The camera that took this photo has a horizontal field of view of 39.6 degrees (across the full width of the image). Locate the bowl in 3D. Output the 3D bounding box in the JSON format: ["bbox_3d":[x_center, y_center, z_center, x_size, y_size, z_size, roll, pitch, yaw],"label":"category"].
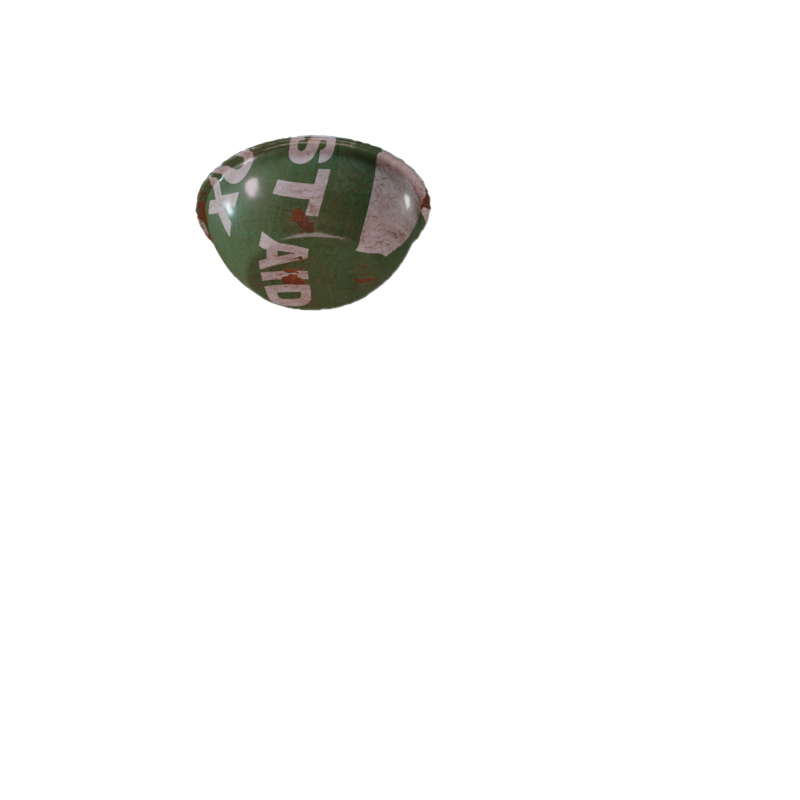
[{"bbox_3d":[-0.059,-0.107,0.751,0.162,0.059,0.152,1,-30,-2],"label":"bowl"}]
